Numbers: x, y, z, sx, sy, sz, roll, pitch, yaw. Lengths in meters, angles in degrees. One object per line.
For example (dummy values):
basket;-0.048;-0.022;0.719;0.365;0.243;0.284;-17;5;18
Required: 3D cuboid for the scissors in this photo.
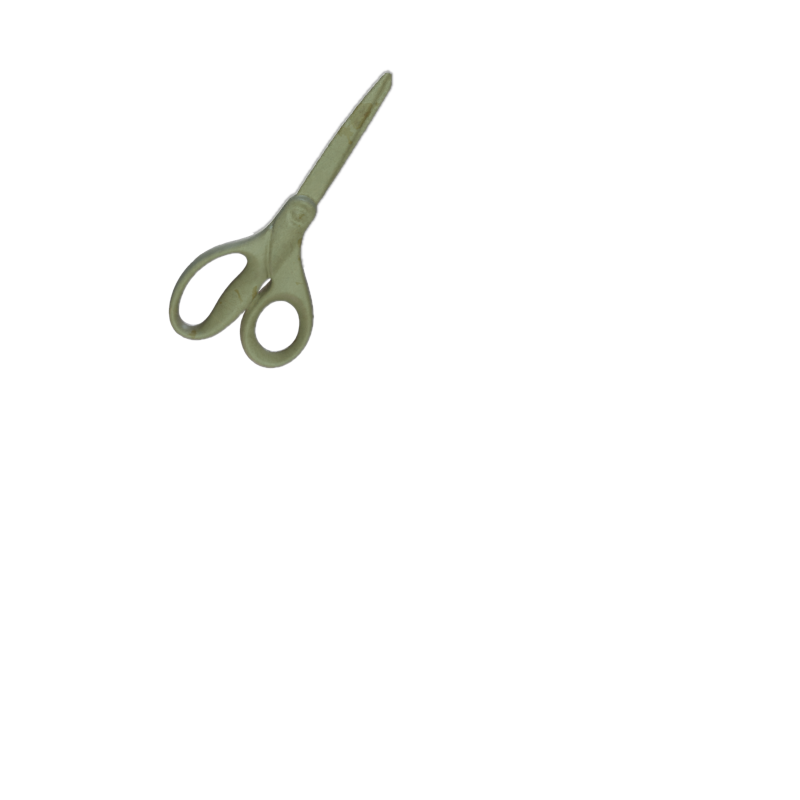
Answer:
scissors;-0.052;-0.094;0.659;0.200;0.092;0.017;-39;17;14
